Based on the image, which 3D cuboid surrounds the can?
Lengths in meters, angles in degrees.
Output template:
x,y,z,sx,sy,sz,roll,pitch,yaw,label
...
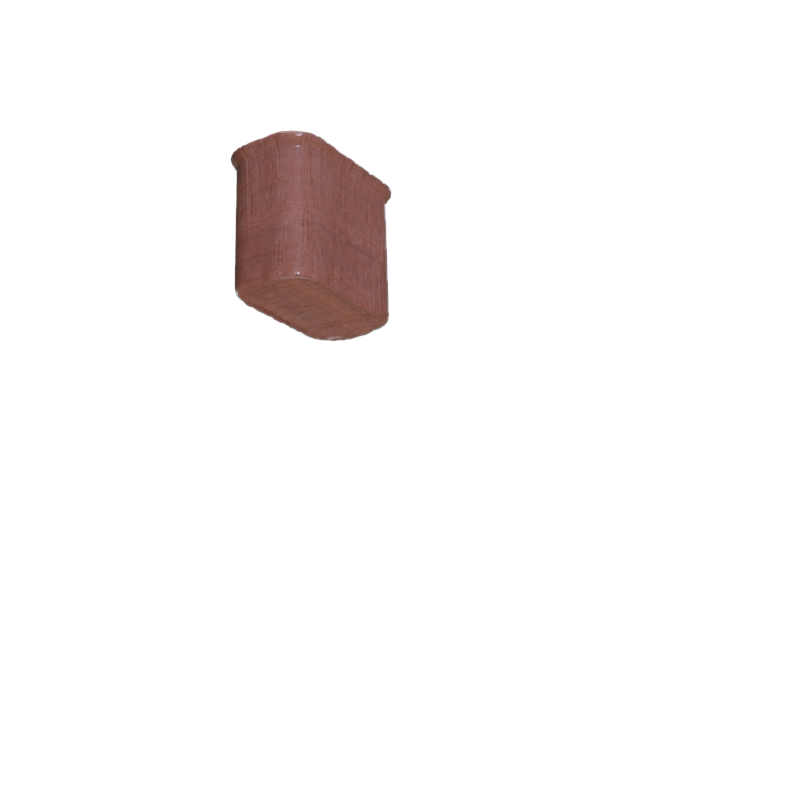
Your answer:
x,y,z,sx,sy,sz,roll,pitch,yaw,label
-0.048,-0.087,0.612,0.058,0.088,0.095,-15,-25,30,can
